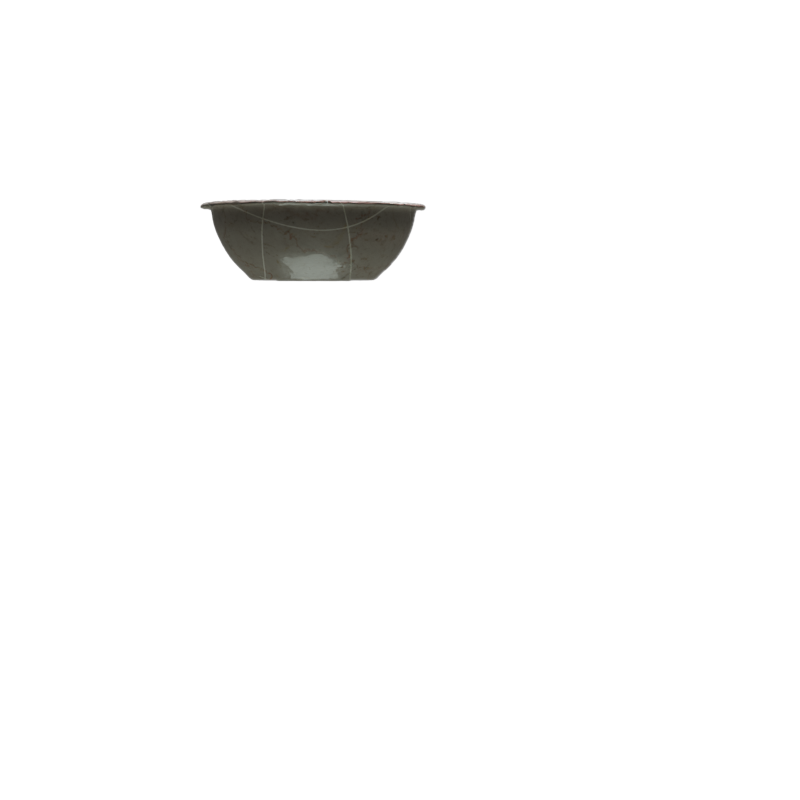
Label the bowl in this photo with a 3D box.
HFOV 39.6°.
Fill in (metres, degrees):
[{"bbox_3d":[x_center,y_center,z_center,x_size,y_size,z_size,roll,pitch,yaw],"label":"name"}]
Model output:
[{"bbox_3d":[-0.062,-0.114,0.797,0.162,0.055,0.164,0,6,-2],"label":"bowl"}]
